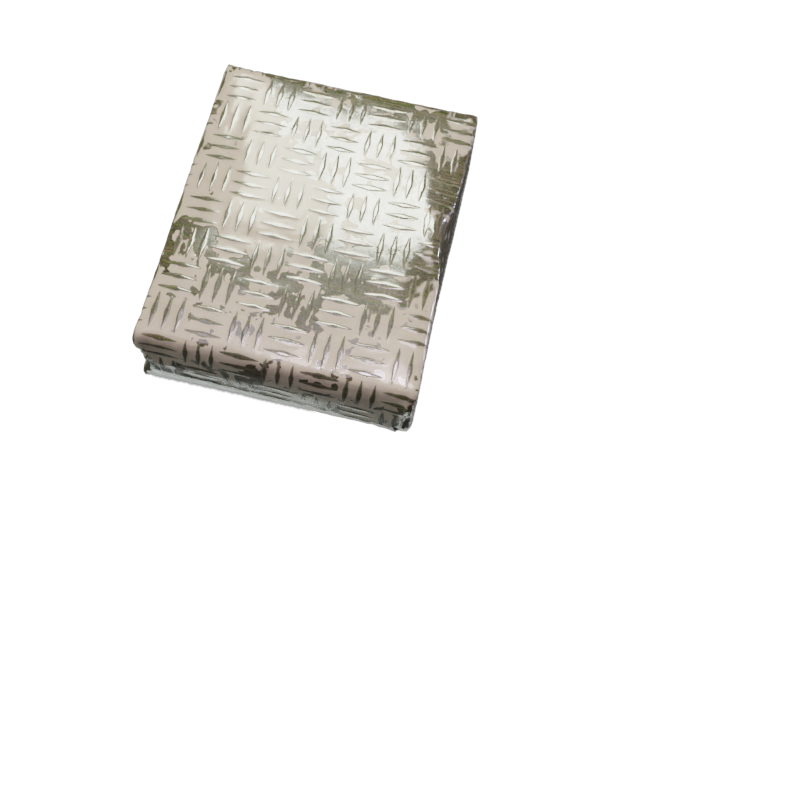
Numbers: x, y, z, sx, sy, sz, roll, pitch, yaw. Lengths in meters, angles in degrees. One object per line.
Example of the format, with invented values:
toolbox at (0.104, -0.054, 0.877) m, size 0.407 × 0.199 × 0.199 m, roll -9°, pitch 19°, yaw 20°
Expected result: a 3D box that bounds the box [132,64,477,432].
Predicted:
box at (-0.023, -0.043, 0.299) m, size 0.074 × 0.094 × 0.028 m, roll 12°, pitch -27°, yaw 5°
